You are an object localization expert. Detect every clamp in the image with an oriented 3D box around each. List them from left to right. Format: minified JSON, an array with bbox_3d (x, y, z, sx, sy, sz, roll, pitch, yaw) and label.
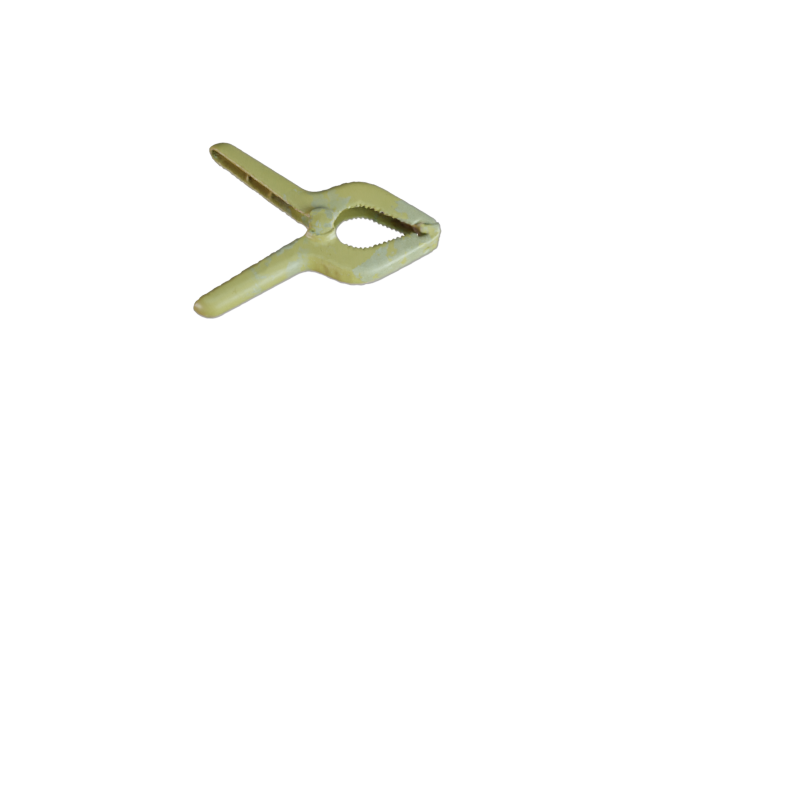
[{"bbox_3d":[-0.073,-0.134,0.936,0.211,0.173,0.034,8,-25,3],"label":"clamp"}]
